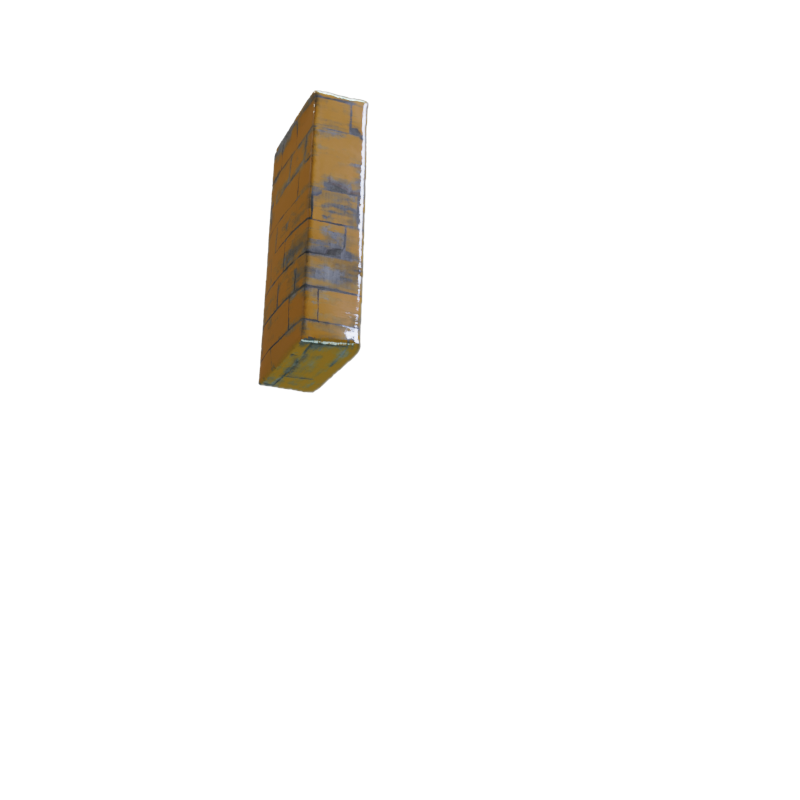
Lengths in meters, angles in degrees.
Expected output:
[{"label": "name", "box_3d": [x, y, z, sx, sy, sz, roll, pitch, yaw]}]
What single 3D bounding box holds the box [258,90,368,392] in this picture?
[{"label": "box", "box_3d": [-0.057, -0.104, 0.726, 0.047, 0.186, 0.091, 8, -25, -21]}]
